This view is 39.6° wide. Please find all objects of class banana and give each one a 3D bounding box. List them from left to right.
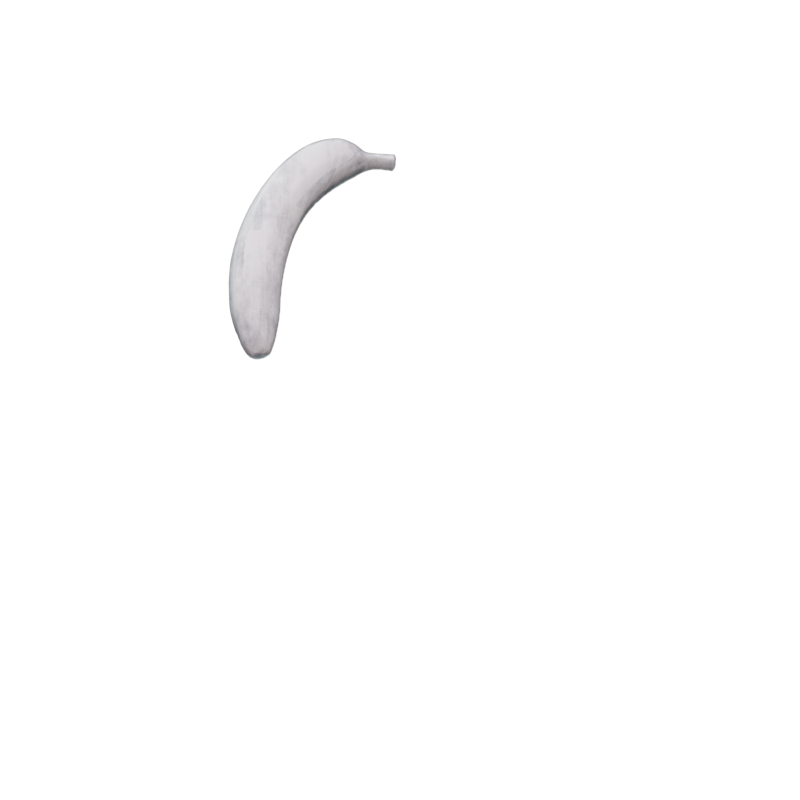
[{"bbox_3d":[-0.074,-0.119,0.763,0.072,0.204,0.034,23,-30,13],"label":"banana"}]
